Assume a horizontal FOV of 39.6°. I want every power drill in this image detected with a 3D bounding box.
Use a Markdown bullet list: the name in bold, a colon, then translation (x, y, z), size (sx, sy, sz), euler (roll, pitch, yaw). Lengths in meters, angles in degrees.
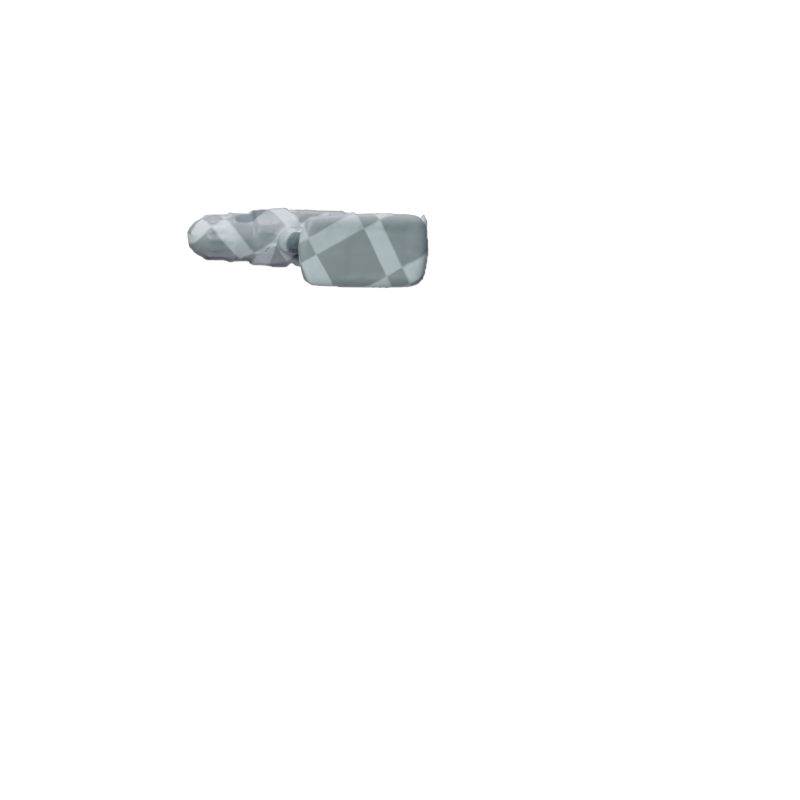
- **power drill**: translation (-0.072, -0.131, 0.916), size (0.181, 0.056, 0.196), euler (-4, 13, -18)
